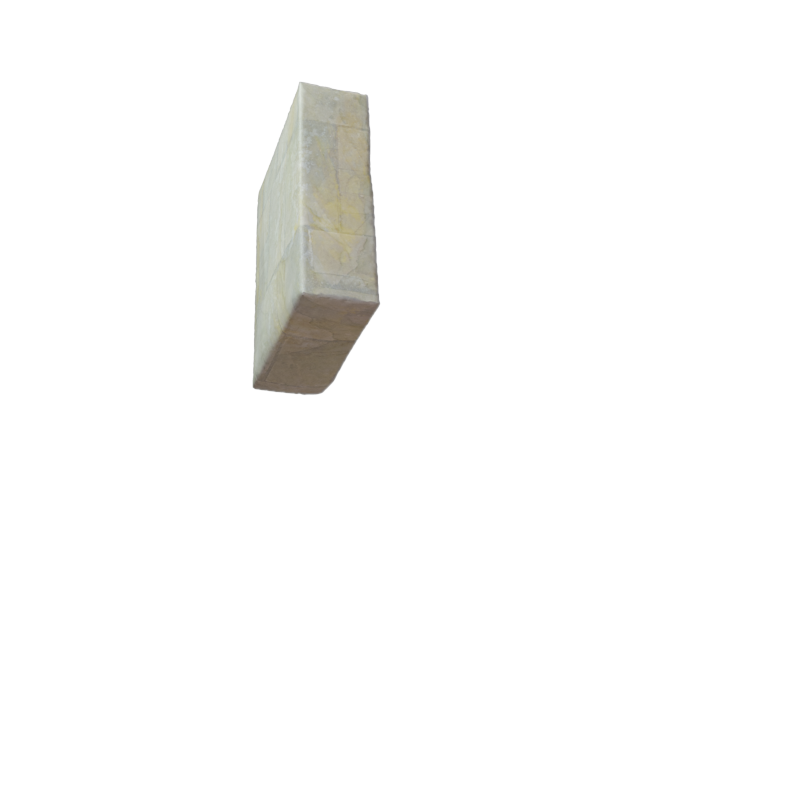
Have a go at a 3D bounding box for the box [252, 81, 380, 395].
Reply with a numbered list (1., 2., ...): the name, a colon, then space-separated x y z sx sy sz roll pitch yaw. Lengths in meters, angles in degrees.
1. box: -0.074 -0.135 0.946 0.070 0.228 0.158 8 -33 -17
